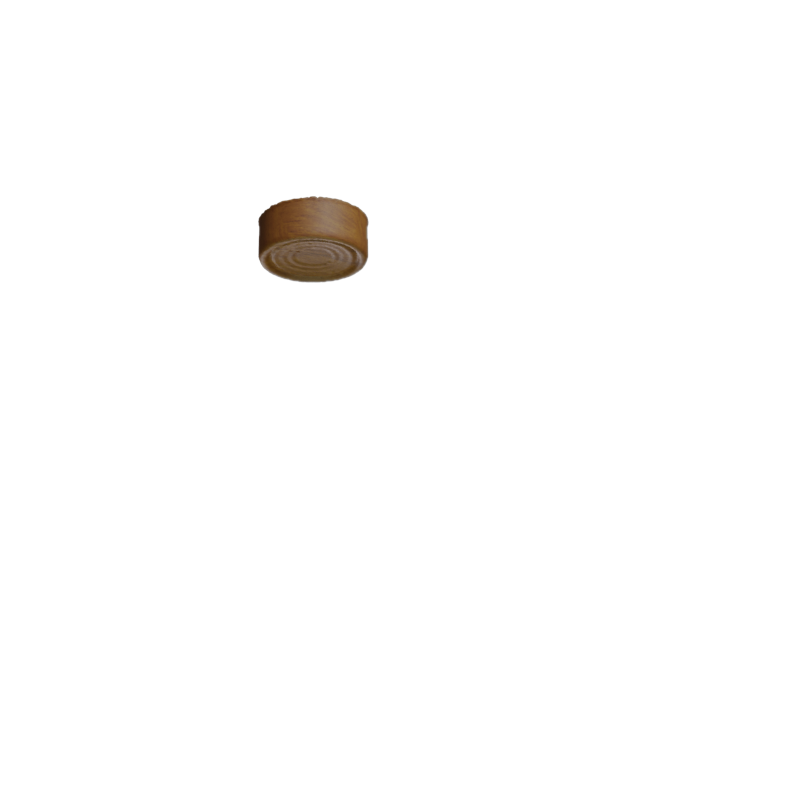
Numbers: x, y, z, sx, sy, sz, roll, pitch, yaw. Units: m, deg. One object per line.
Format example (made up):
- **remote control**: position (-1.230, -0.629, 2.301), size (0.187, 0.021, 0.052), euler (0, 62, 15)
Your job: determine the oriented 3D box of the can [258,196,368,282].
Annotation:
- **can**: position (-0.067, -0.122, 0.855), size (0.086, 0.035, 0.082), euler (0, -20, -2)
